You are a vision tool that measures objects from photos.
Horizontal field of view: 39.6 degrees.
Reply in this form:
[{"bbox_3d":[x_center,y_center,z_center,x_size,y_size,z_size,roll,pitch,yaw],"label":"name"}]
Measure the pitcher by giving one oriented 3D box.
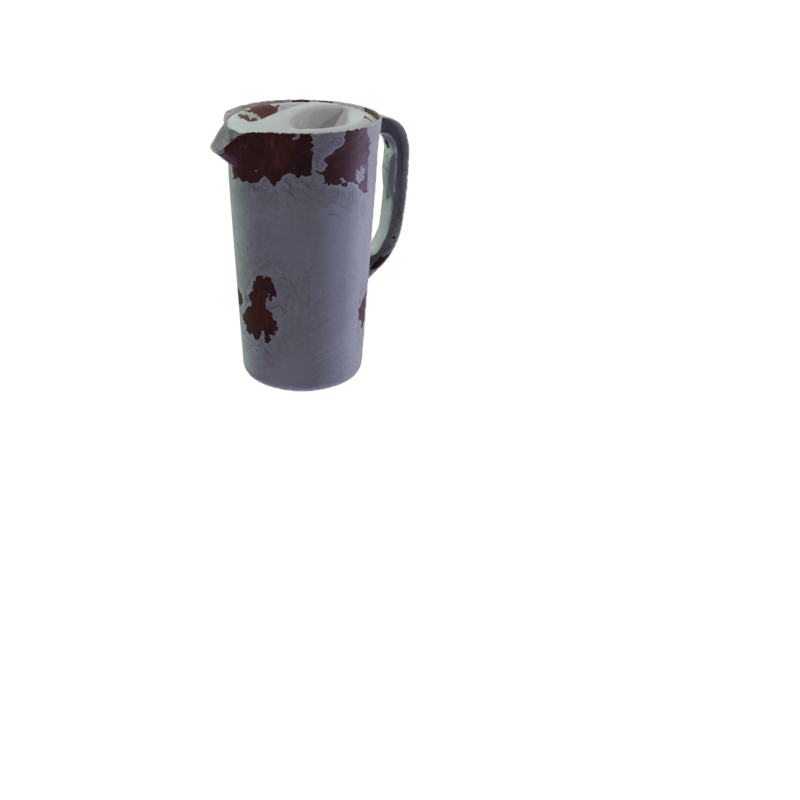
[{"bbox_3d":[-0.076,-0.139,0.973,0.152,0.232,0.150,5,22,9],"label":"pitcher"}]
